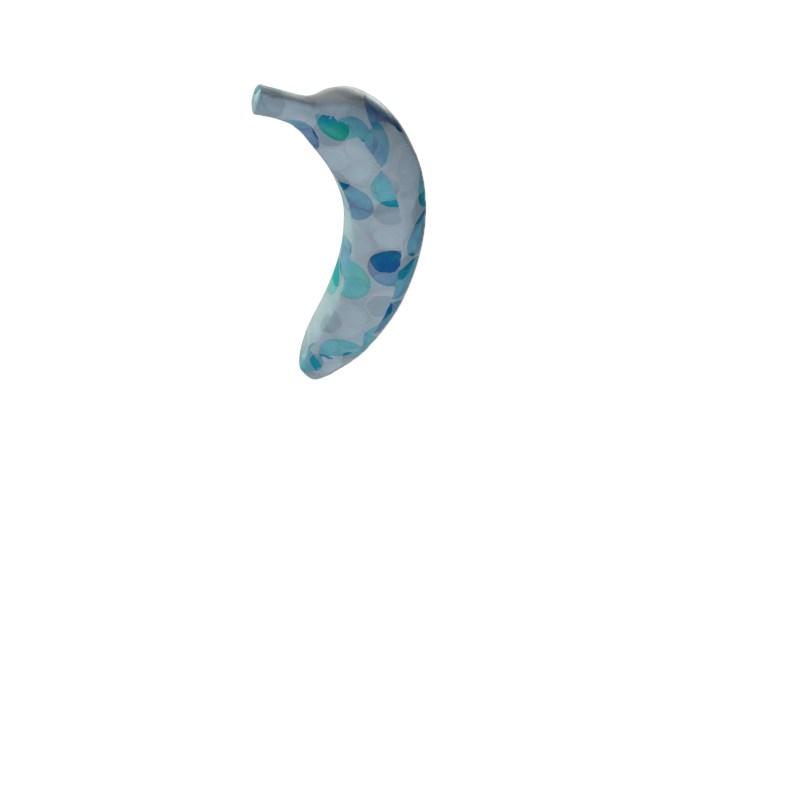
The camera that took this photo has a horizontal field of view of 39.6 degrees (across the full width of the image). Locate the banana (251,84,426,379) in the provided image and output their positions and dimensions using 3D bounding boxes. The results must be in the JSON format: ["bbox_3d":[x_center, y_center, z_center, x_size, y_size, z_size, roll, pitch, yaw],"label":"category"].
[{"bbox_3d":[-0.022,-0.078,0.516,0.070,0.039,0.183,-3,-39,2],"label":"banana"}]
